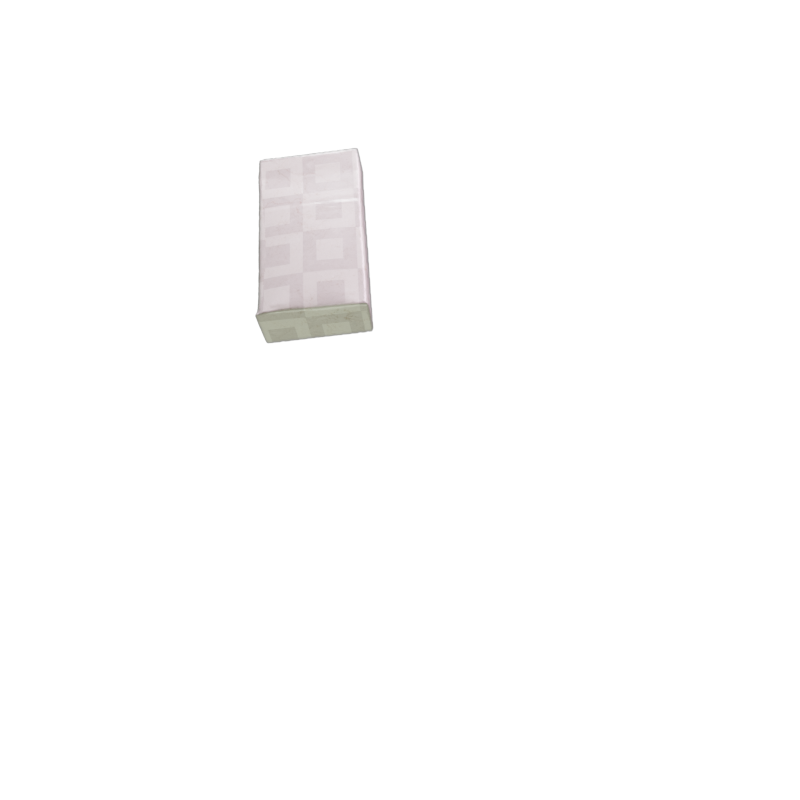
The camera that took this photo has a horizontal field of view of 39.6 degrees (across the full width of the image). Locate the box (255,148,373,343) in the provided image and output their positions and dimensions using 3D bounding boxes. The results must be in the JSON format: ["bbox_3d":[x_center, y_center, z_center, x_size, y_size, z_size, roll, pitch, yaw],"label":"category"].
[{"bbox_3d":[-0.074,-0.136,0.953,0.094,0.189,0.044,-7,-39,5],"label":"box"}]
